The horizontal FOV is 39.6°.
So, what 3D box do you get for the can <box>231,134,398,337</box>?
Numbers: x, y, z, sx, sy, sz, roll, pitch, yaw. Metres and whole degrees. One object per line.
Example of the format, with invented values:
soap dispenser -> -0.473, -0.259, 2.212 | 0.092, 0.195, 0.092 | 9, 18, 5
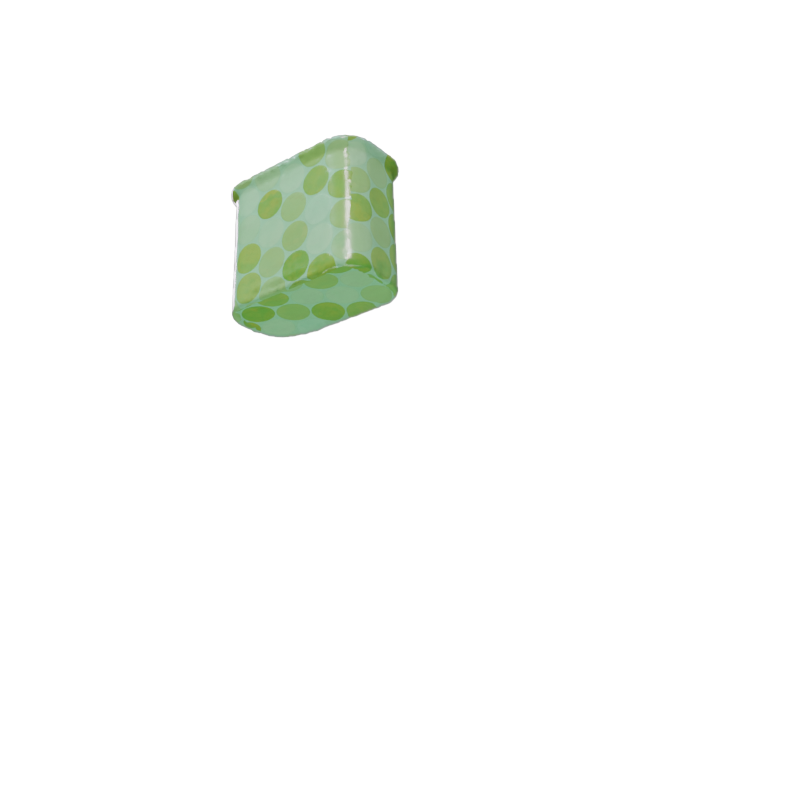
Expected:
can -> -0.050, -0.091, 0.634 | 0.103, 0.089, 0.053 | -20, -34, 32
